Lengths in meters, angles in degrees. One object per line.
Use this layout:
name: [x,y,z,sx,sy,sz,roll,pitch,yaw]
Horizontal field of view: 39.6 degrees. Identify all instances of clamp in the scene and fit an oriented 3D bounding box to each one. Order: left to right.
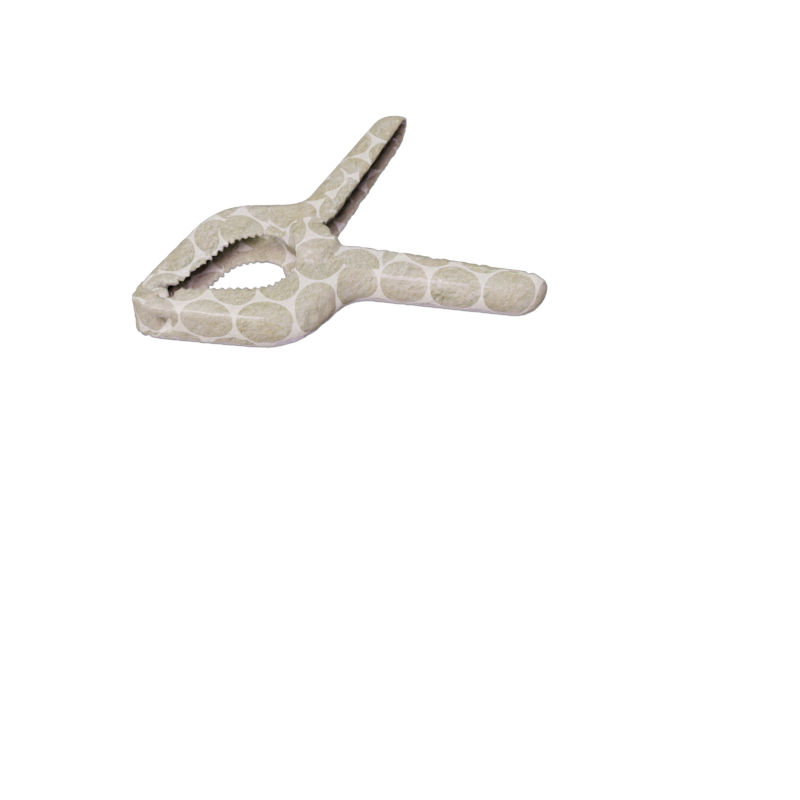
clamp: [-0.048,-0.087,0.612,0.208,0.178,0.034,-15,-40,-14]
